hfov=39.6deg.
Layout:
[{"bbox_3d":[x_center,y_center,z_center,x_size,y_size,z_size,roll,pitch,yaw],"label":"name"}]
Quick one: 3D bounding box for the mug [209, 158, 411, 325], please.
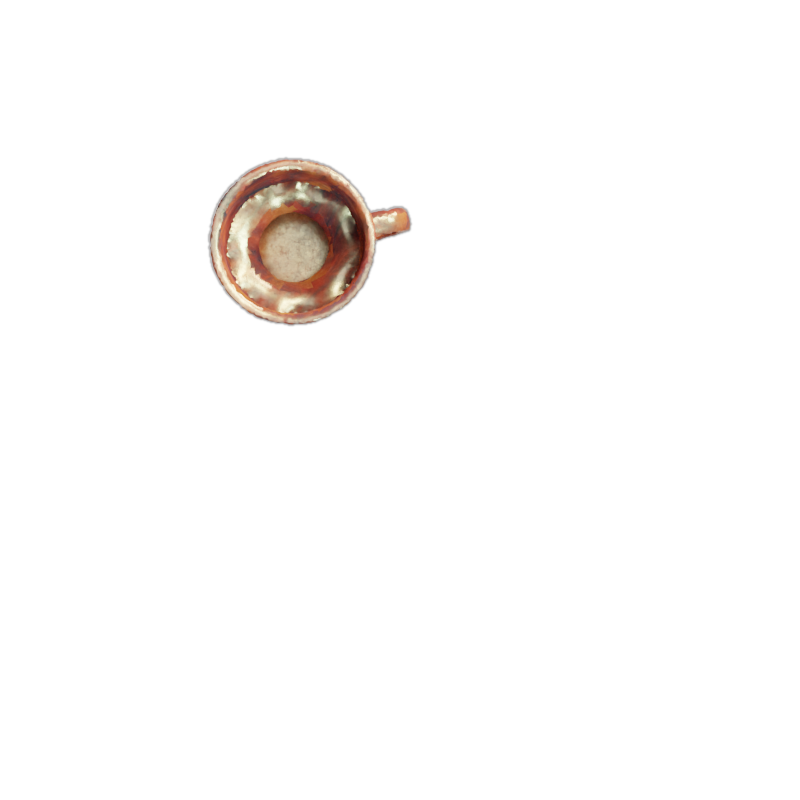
[{"bbox_3d":[-0.051,-0.094,0.657,0.117,0.094,0.081,-16,-1,-2],"label":"mug"}]
